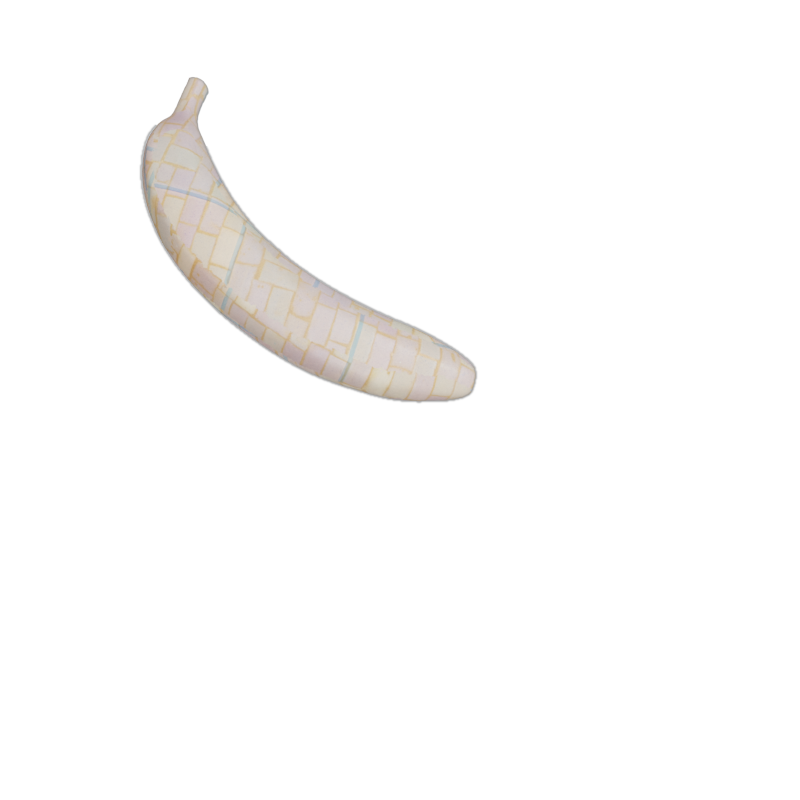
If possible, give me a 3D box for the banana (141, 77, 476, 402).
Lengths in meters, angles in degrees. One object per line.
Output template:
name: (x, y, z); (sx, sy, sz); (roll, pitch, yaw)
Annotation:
banana: (-0.055, -0.061, 0.490); (0.070, 0.204, 0.035); (-40, -12, -11)
